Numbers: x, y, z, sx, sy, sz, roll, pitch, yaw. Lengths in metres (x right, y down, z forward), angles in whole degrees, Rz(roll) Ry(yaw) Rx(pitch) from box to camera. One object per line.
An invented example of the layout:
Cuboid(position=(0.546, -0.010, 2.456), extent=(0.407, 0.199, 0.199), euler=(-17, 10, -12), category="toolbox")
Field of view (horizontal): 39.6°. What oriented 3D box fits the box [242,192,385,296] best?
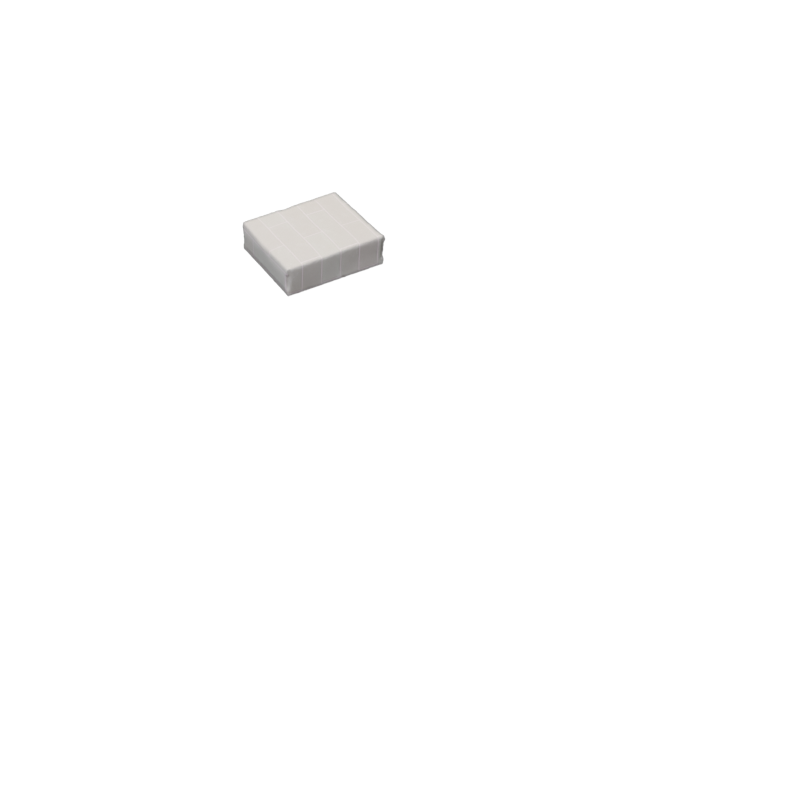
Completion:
Cuboid(position=(-0.068, -0.124, 0.869), extent=(0.088, 0.028, 0.079), euler=(-22, 45, -24), category="box")
